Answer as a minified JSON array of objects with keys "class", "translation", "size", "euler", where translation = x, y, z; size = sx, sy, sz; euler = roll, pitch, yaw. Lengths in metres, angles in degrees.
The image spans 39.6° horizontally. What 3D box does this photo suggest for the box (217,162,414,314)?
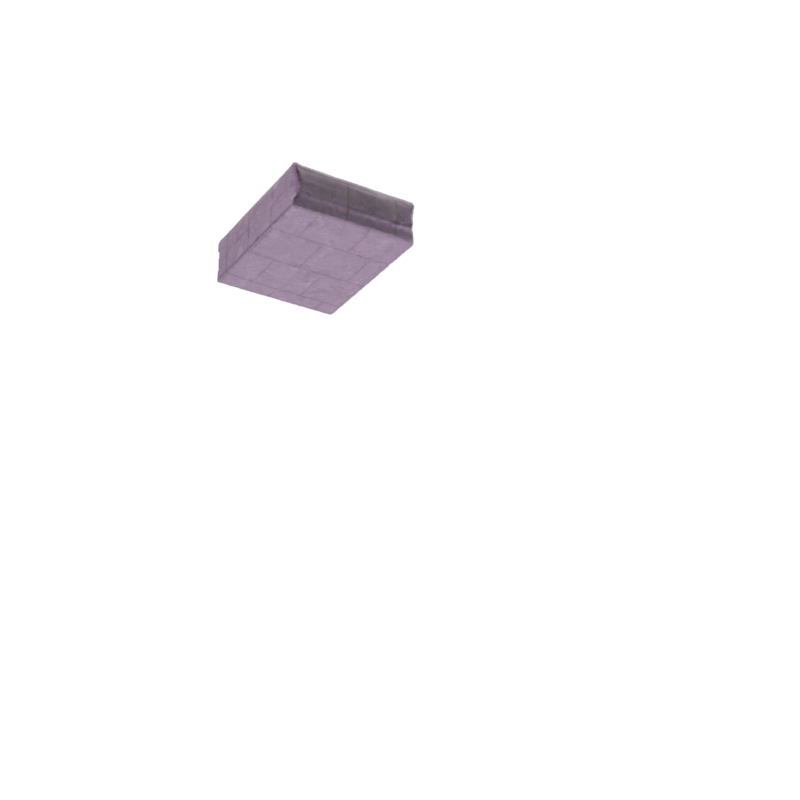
[{"class":"box","translation":[-0.046,-0.084,0.590],"size":[0.070,0.032,0.088],"euler":[16,-32,-28]}]
